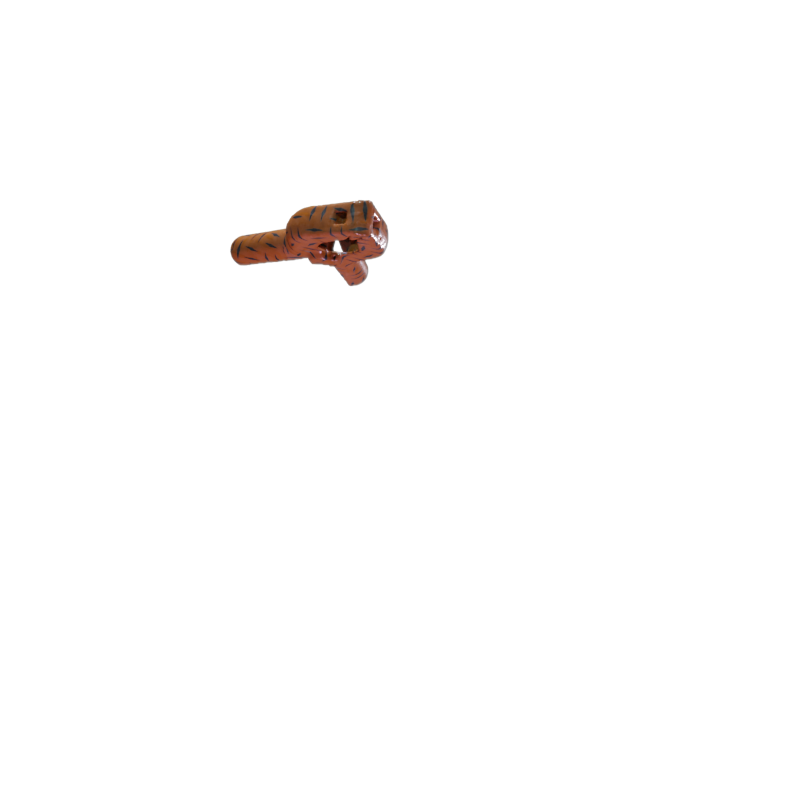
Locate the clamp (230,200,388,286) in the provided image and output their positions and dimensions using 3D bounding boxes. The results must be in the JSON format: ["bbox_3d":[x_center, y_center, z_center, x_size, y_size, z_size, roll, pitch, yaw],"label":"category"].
[{"bbox_3d":[-0.069,-0.125,0.879,0.118,0.040,0.169,2,-10,-13],"label":"clamp"}]
